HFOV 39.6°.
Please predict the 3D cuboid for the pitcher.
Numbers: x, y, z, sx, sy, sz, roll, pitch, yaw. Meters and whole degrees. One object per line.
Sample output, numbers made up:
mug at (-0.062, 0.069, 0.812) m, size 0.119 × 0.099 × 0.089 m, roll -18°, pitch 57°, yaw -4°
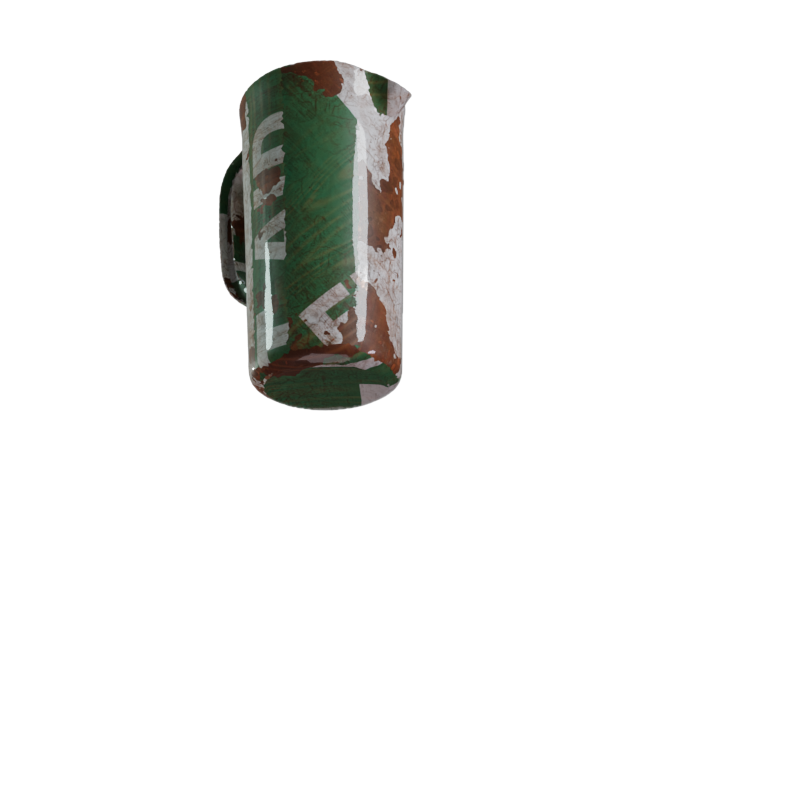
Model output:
pitcher at (-0.066, -0.120, 0.837) m, size 0.144 × 0.258 × 0.142 m, roll 2°, pitch -27°, yaw -7°
